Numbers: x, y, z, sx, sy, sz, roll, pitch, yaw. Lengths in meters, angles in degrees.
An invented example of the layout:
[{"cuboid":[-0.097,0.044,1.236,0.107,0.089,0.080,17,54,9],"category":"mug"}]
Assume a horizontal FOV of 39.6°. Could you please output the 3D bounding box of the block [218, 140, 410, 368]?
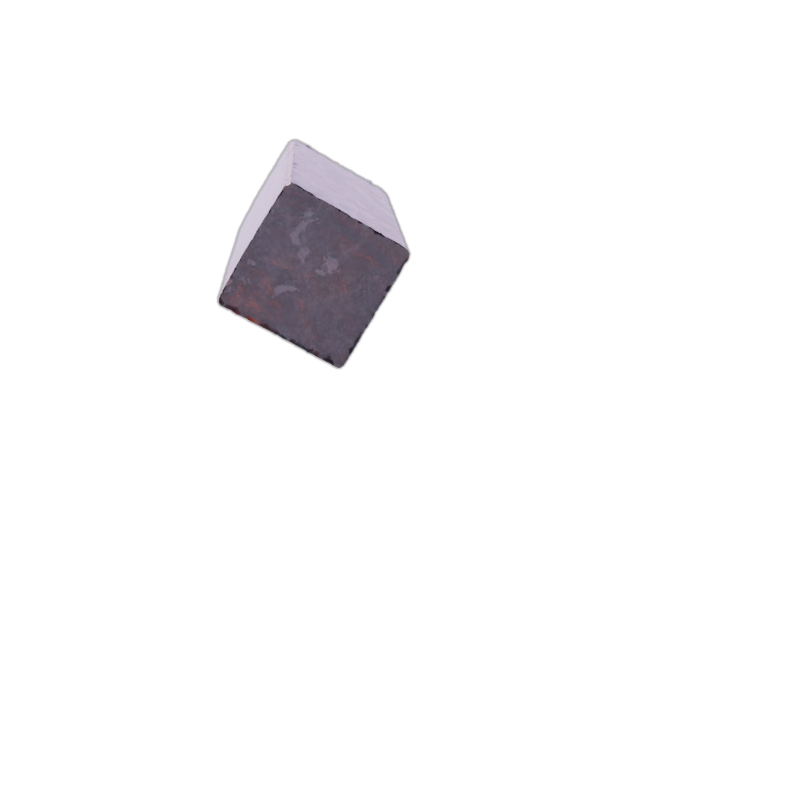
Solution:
[{"cuboid":[-0.061,-0.111,0.775,0.089,0.089,0.214,29,14,-12],"category":"block"}]
